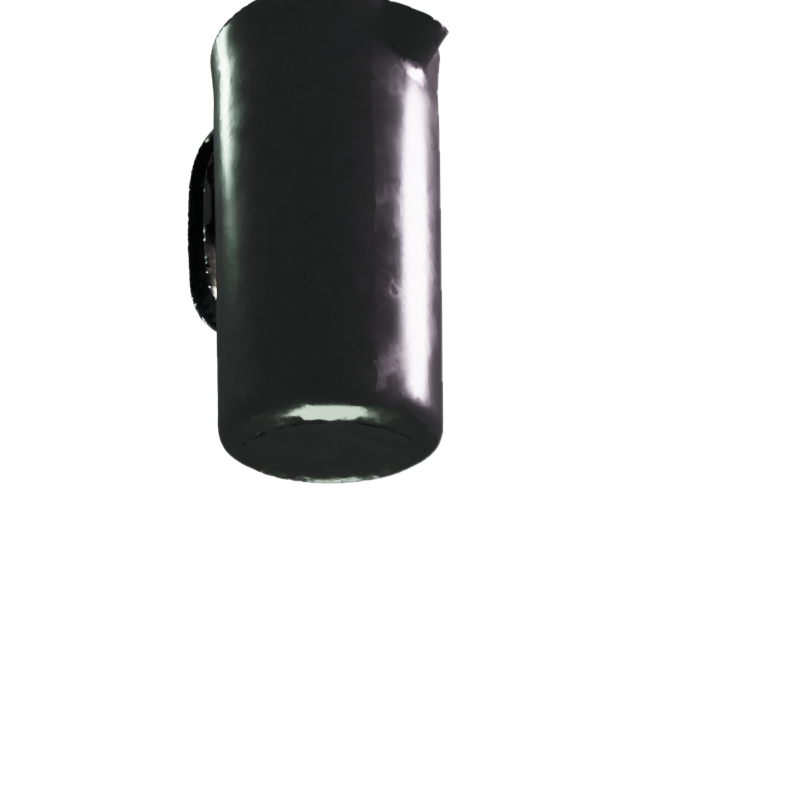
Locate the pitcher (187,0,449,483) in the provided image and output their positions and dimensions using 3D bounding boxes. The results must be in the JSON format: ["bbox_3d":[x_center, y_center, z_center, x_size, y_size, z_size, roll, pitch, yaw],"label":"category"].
[{"bbox_3d":[-0.046,-0.085,0.592,0.144,0.258,0.141,1,-27,-5],"label":"pitcher"}]
